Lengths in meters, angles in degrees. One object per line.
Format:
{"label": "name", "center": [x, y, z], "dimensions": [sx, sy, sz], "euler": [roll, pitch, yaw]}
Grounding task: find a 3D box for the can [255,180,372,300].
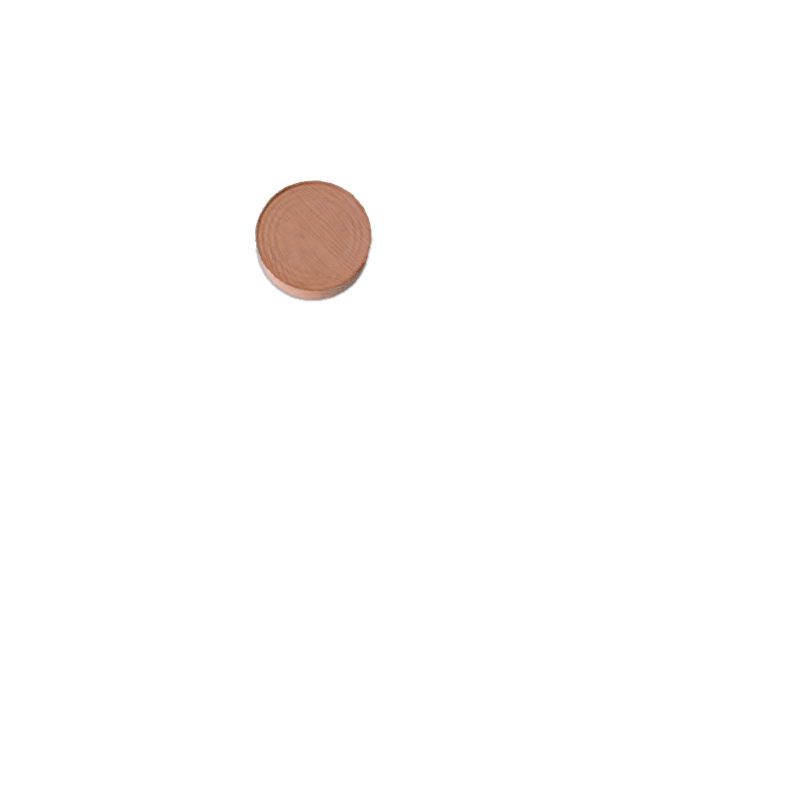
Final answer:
{"label": "can", "center": [-0.065, -0.118, 0.827], "dimensions": [0.086, 0.090, 0.032], "euler": [-1, -17, -1]}
